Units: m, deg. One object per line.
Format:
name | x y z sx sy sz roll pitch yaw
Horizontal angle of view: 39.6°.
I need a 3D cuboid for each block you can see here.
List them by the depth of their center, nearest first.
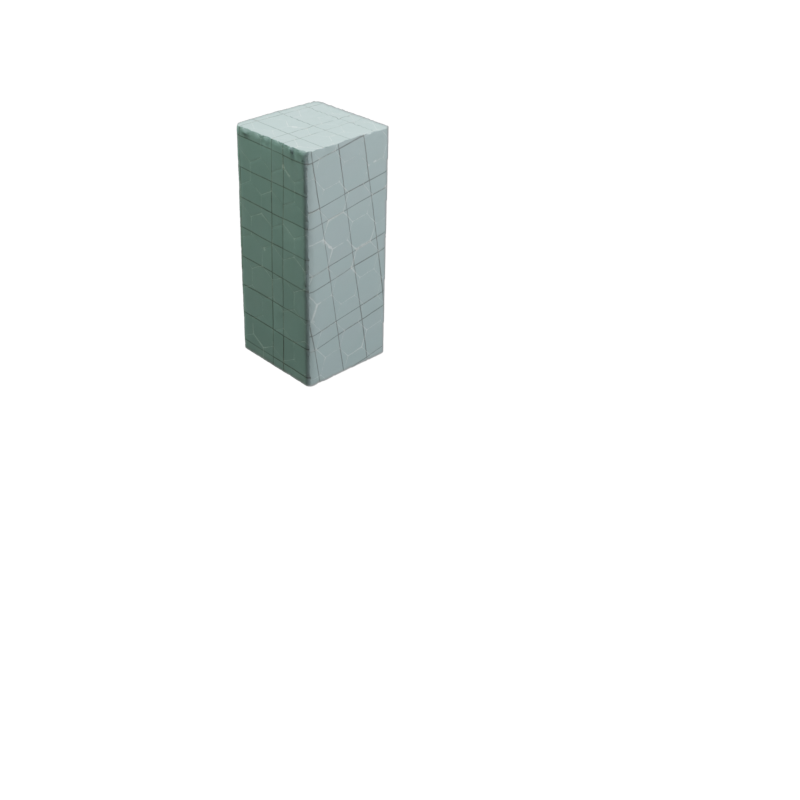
block | -0.073 -0.131 0.919 0.089 0.195 0.097 -23 37 -38
